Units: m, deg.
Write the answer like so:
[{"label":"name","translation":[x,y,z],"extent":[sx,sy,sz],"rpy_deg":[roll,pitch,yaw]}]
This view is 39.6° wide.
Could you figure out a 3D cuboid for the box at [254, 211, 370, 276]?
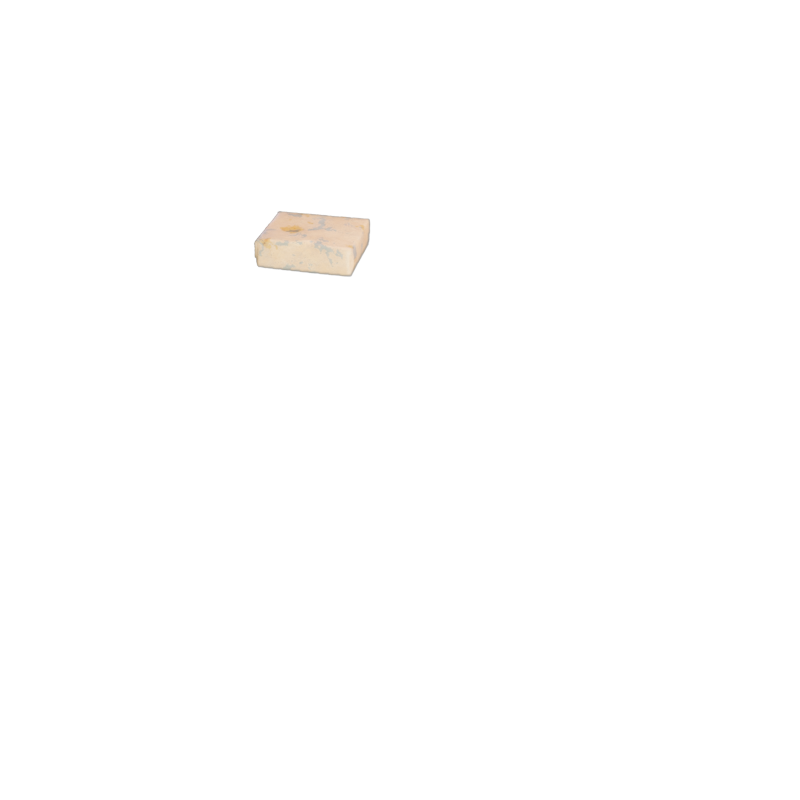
[{"label":"box","translation":[-0.078,-0.141,0.990],"extent":[0.091,0.029,0.076],"rpy_deg":[7,29,12]}]
